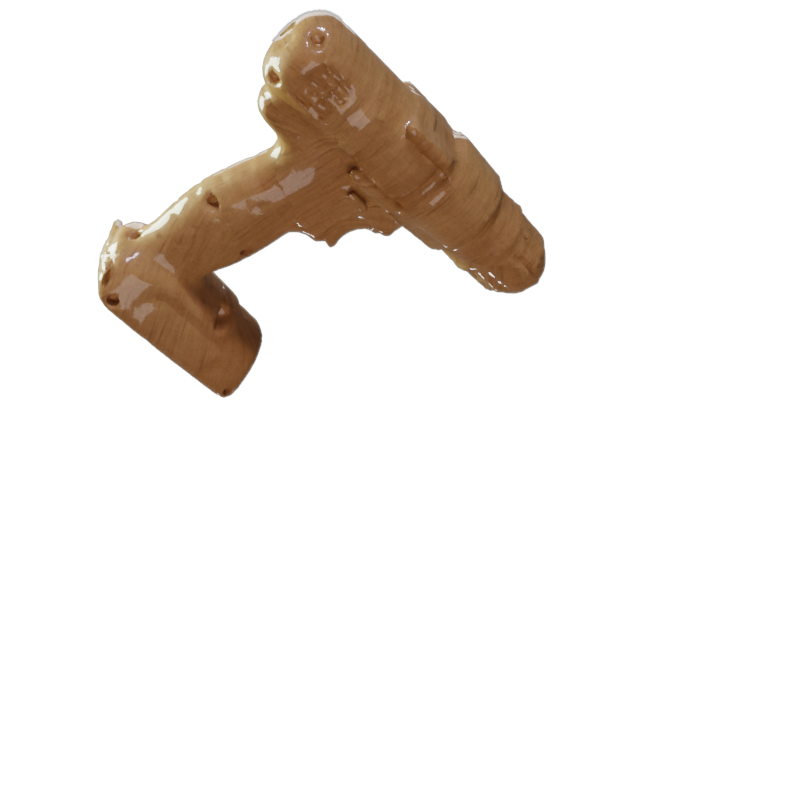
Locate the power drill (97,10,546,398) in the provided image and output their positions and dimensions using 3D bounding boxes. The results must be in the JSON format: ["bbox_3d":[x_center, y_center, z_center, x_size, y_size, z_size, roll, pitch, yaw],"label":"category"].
[{"bbox_3d":[-0.044,-0.080,0.559,0.186,0.174,0.061,-35,29,22],"label":"power drill"}]
